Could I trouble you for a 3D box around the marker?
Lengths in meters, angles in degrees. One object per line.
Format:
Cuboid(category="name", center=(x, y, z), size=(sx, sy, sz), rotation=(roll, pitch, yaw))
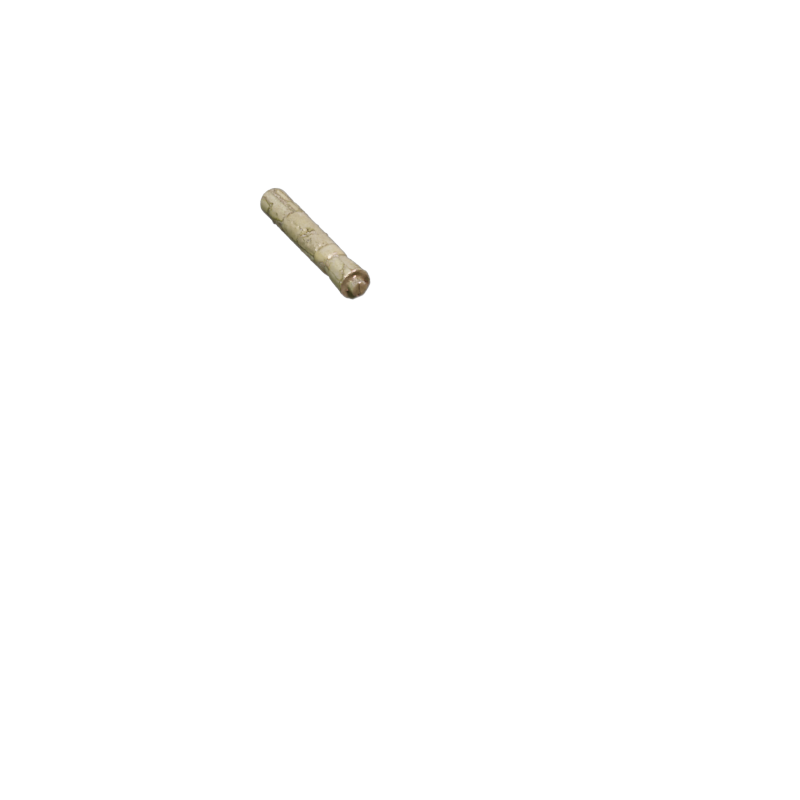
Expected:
Cuboid(category="marker", center=(-0.051, -0.094, 0.657), size=(0.019, 0.019, 0.131), rotation=(-2, 32, -30))
